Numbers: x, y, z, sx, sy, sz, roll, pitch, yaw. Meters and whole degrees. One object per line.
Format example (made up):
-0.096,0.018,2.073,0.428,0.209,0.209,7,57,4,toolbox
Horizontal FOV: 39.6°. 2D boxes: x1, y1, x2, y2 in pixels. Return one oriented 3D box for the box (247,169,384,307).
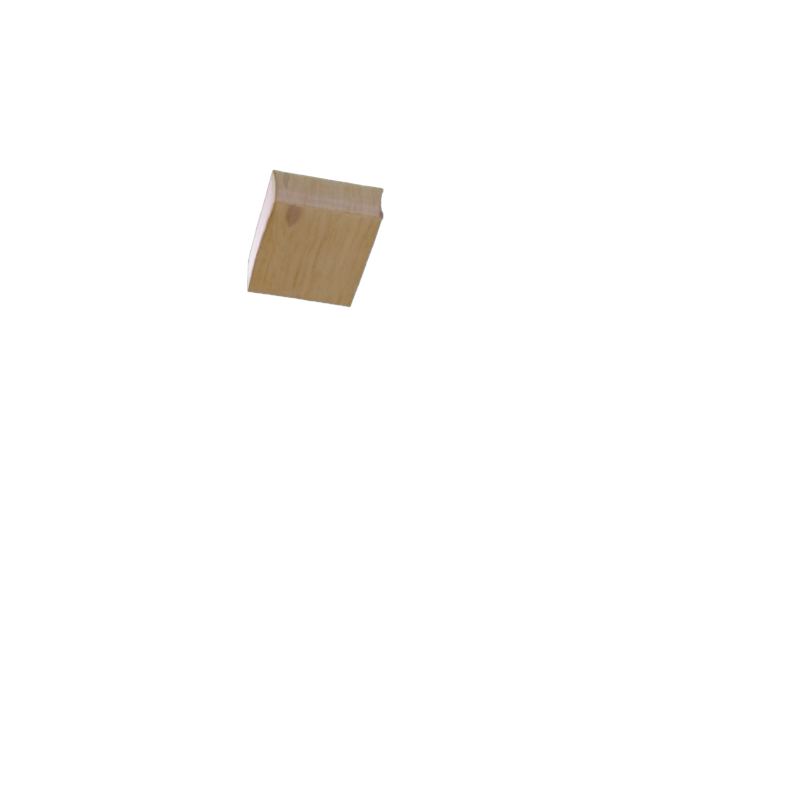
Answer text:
-0.070,-0.127,0.887,0.088,0.042,0.108,9,-38,-12,box
